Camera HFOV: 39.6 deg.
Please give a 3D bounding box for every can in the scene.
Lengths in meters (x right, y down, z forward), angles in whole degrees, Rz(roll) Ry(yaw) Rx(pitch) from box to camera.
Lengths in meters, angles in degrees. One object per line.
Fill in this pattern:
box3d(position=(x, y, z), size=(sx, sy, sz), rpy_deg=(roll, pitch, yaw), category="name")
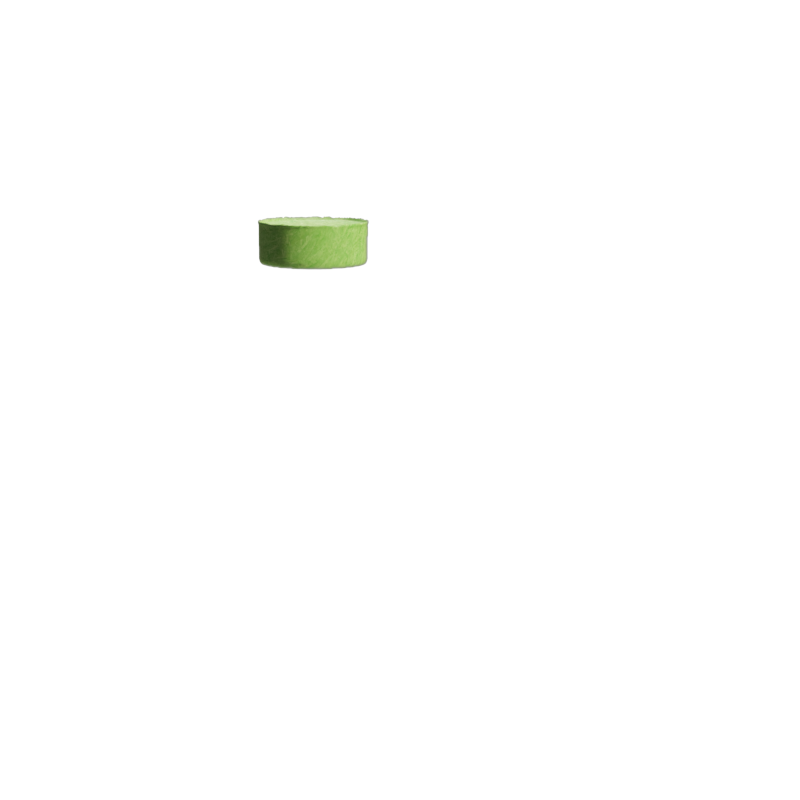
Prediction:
box3d(position=(-0.067, -0.122, 0.857), size=(0.086, 0.033, 0.088), rpy_deg=(0, 13, -2), category="can")
